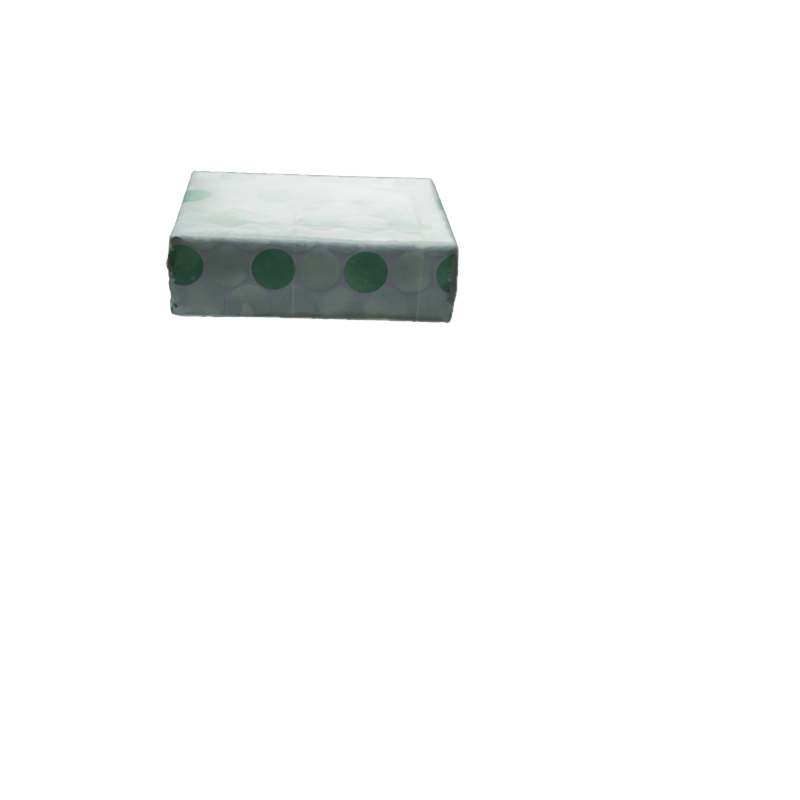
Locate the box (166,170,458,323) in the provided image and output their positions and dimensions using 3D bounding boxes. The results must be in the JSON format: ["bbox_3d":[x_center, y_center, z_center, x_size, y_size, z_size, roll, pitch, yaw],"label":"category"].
[{"bbox_3d":[-0.036,-0.066,0.465,0.113,0.037,0.094,-1,25,-2],"label":"box"}]
